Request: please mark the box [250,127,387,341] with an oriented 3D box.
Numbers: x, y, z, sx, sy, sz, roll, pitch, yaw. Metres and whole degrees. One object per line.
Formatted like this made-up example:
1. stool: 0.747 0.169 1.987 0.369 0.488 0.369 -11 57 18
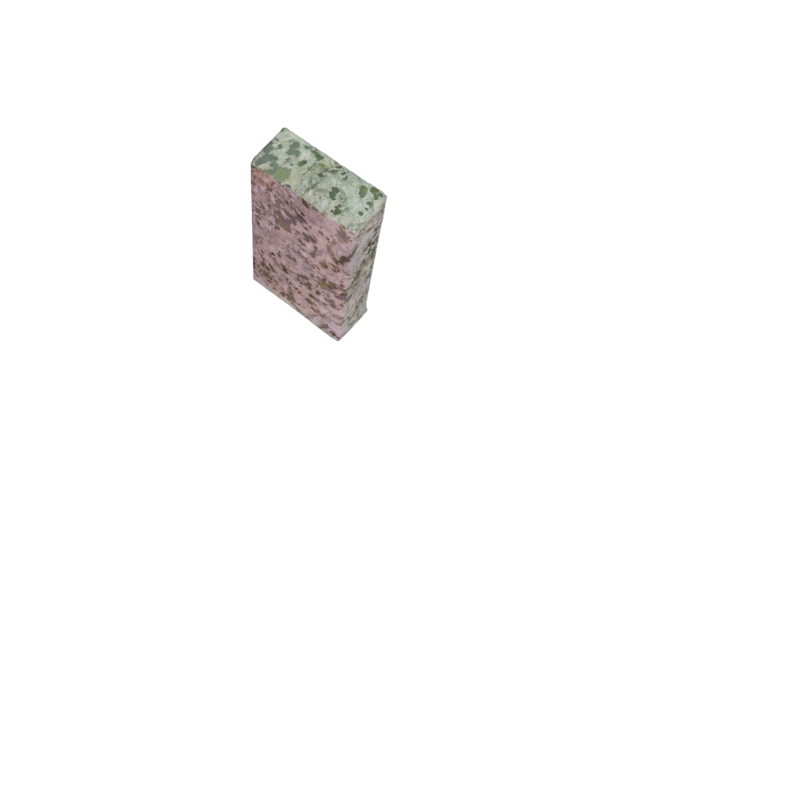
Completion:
1. box: -0.065 -0.118 0.824 0.097 0.049 0.167 37 -19 11
